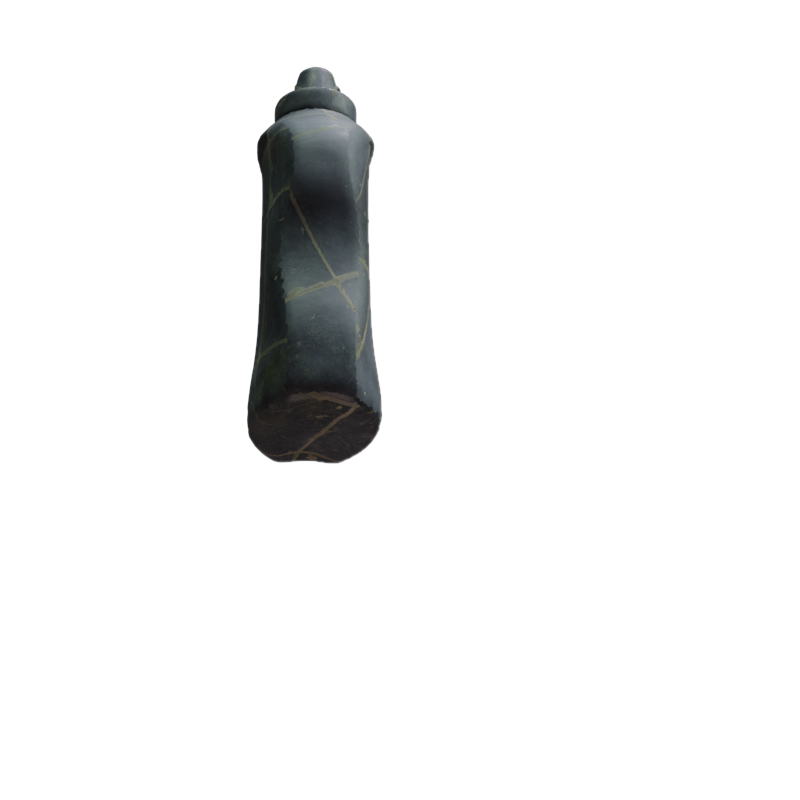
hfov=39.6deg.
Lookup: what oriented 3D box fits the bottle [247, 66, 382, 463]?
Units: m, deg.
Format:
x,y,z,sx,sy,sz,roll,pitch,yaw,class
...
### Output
x,y,z,sx,sy,sz,roll,pitch,yaw,class
-0.040,-0.074,0.521,0.058,0.203,0.091,1,-26,-5,bottle
